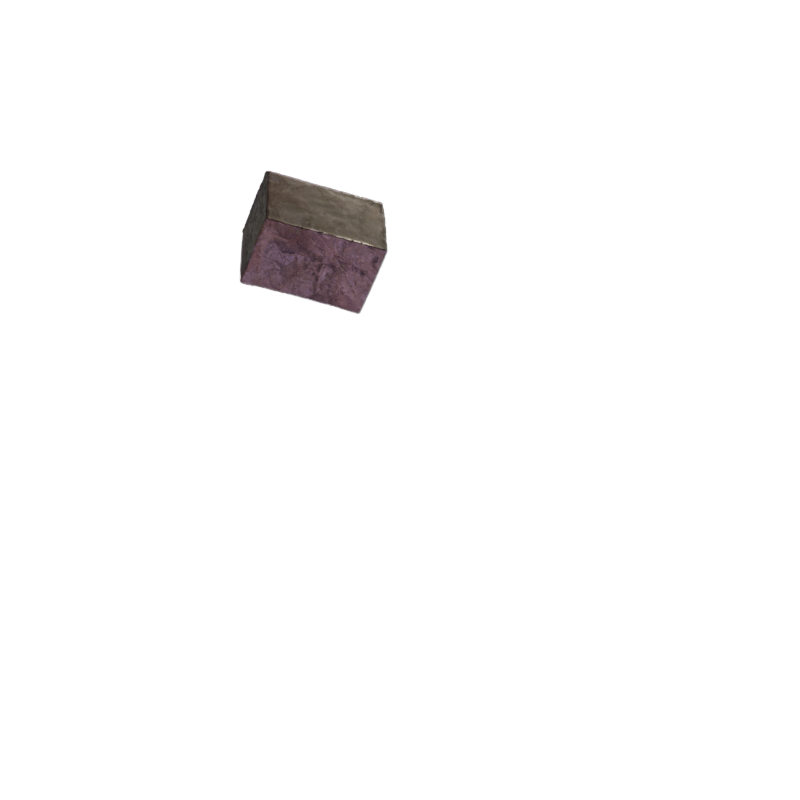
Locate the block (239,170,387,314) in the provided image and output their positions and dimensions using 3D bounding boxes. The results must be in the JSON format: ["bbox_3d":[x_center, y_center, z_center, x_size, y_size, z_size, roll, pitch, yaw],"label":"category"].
[{"bbox_3d":[-0.053,-0.096,0.671,0.076,0.050,0.055,15,39,-14],"label":"block"}]
